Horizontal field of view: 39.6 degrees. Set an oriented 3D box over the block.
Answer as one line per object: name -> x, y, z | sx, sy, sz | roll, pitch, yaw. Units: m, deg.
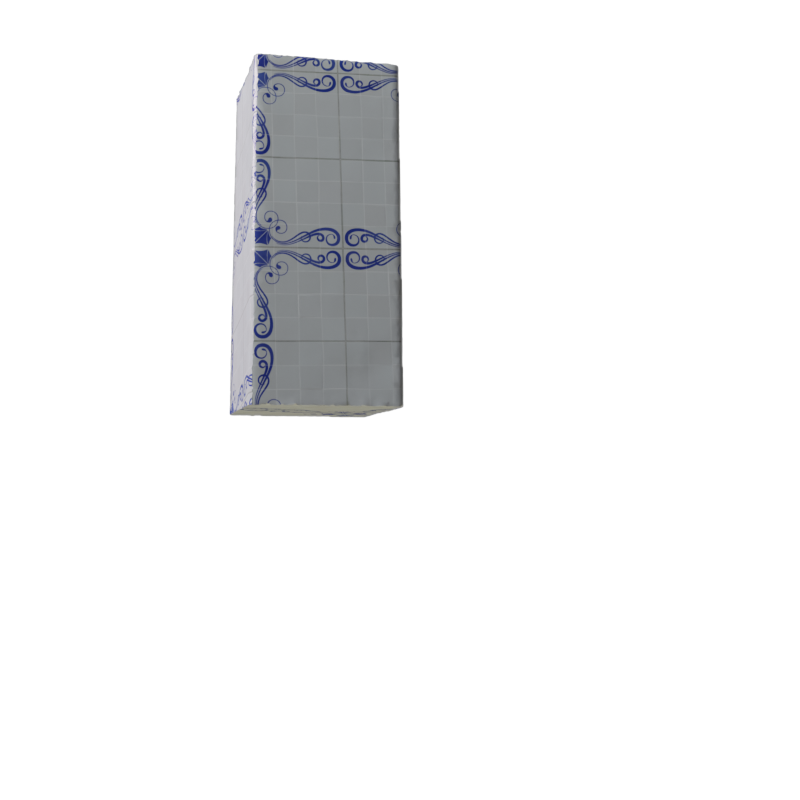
block -> -0.053, -0.097, 0.680 | 0.089, 0.212, 0.089 | 2, -12, -14
